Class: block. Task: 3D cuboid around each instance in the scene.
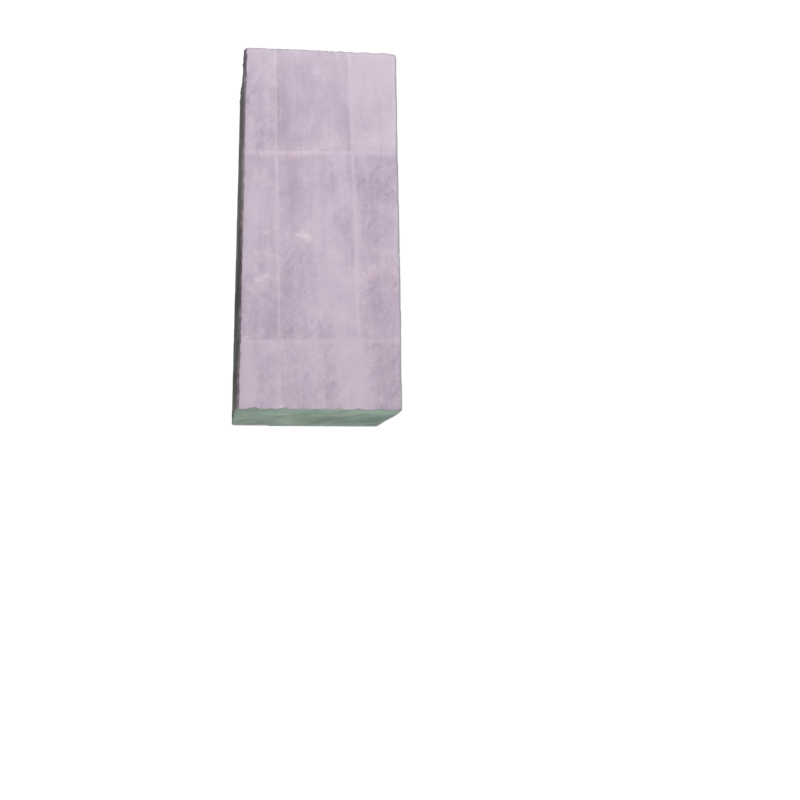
[{"bbox_3d":[-0.051,-0.093,0.652,0.090,0.213,0.088,1,-14,-8],"label":"block"}]
